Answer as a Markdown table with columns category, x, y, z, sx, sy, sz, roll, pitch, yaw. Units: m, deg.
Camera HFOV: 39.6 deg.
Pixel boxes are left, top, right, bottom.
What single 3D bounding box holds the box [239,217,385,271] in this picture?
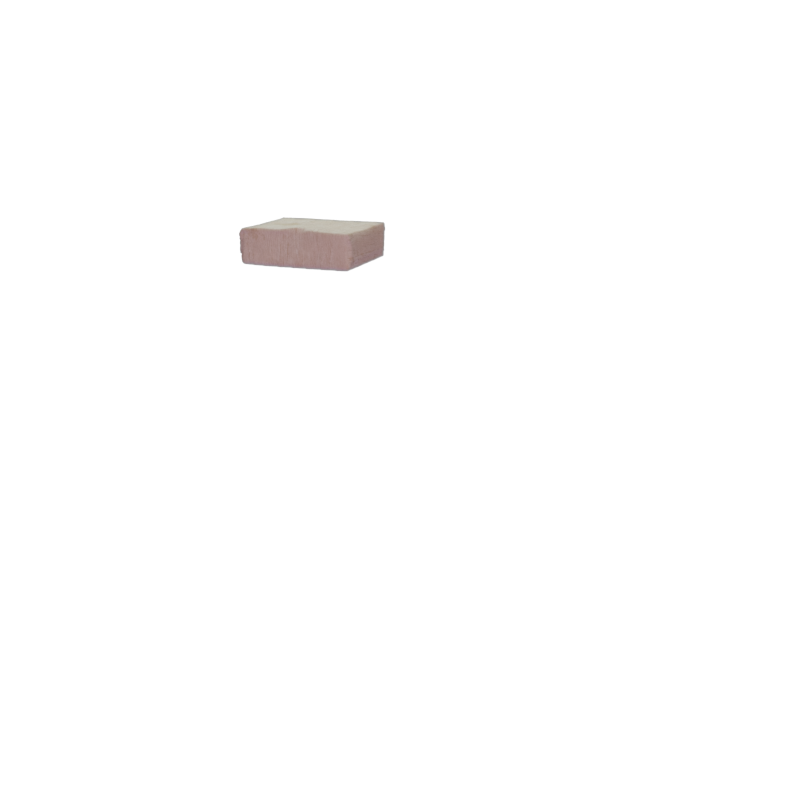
| category | x | y | z | sx | sy | sz | roll | pitch | yaw |
| --- | --- | --- | --- | --- | --- | --- | --- | --- | --- |
| box | -0.065 | -0.119 | 0.833 | 0.092 | 0.029 | 0.073 | 6 | 16 | 22 |
